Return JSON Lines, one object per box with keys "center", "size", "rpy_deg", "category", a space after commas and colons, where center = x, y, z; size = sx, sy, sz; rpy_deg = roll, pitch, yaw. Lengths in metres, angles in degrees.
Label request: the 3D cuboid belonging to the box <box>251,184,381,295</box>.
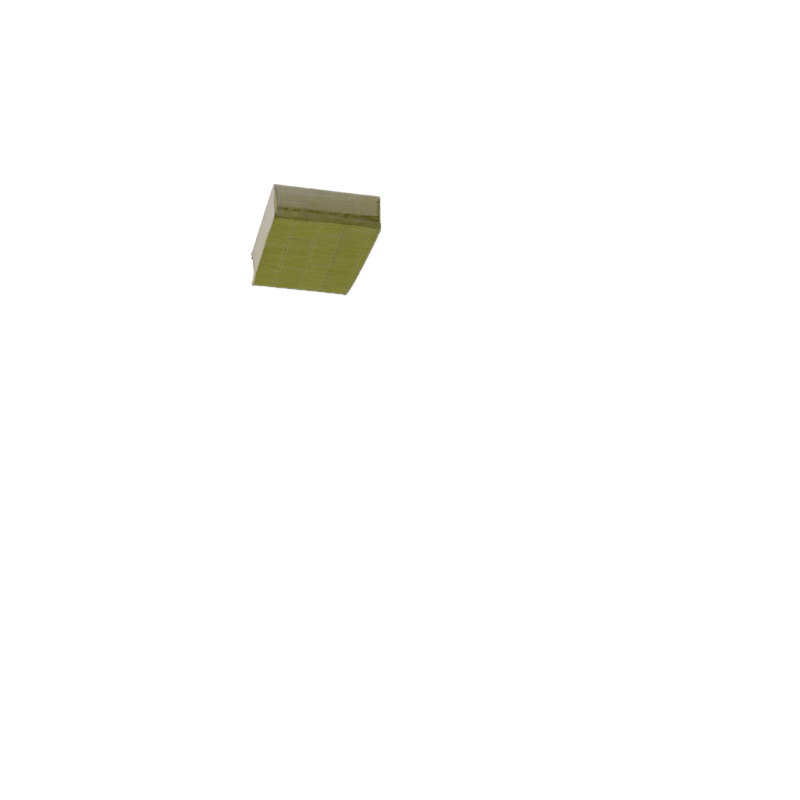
{"center": [-0.073, -0.133, 0.929], "size": [0.088, 0.041, 0.109], "rpy_deg": [7, -30, -13], "category": "box"}
